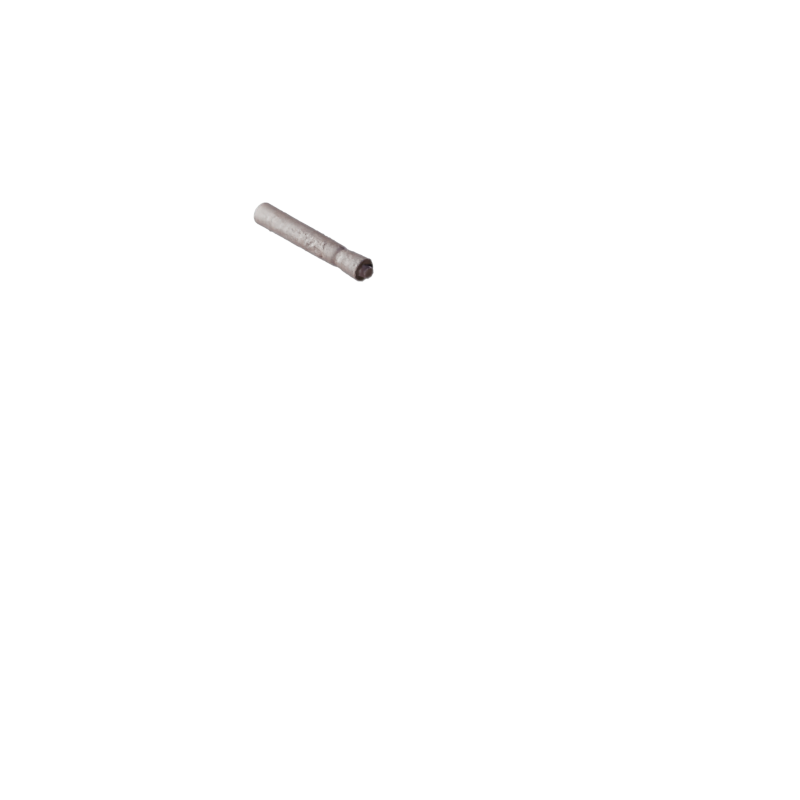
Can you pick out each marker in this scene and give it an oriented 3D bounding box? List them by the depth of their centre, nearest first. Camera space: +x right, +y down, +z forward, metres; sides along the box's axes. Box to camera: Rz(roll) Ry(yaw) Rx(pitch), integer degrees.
[{"bbox_3d":[-0.066,-0.121,0.844,0.129,0.019,0.019,33,24,36],"label":"marker"}]
